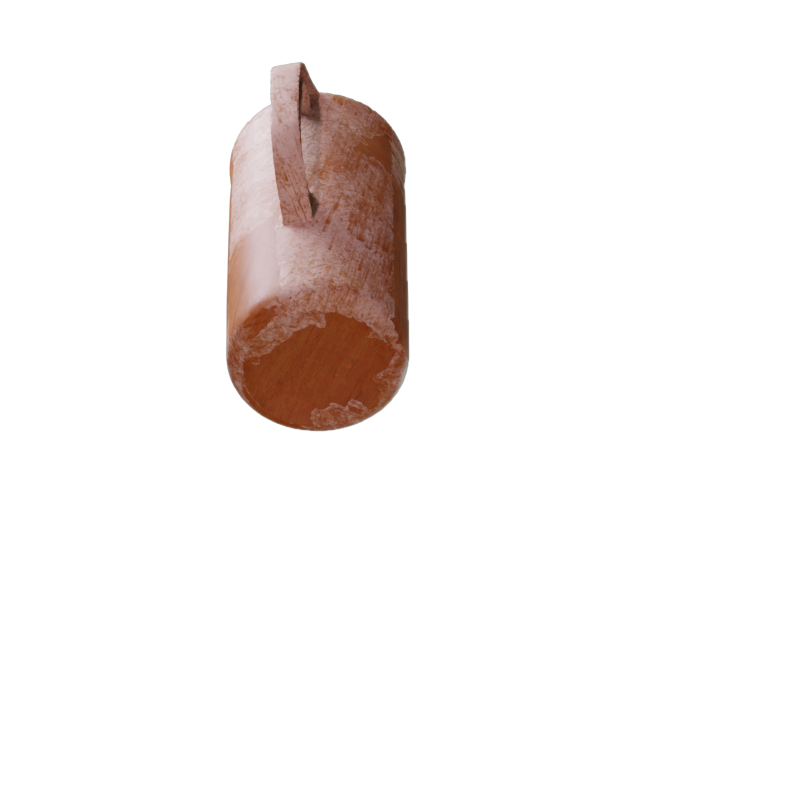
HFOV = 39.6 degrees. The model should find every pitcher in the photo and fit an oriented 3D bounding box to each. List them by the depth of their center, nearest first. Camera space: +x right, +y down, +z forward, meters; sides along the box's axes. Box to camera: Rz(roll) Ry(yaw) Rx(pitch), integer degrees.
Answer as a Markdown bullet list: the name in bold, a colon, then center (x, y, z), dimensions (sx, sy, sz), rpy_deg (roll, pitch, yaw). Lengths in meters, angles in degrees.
- **pitcher**: center (-0.058, -0.105, 0.737), dimensions (0.143, 0.141, 0.260), rpy_deg (28, 31, -23)
